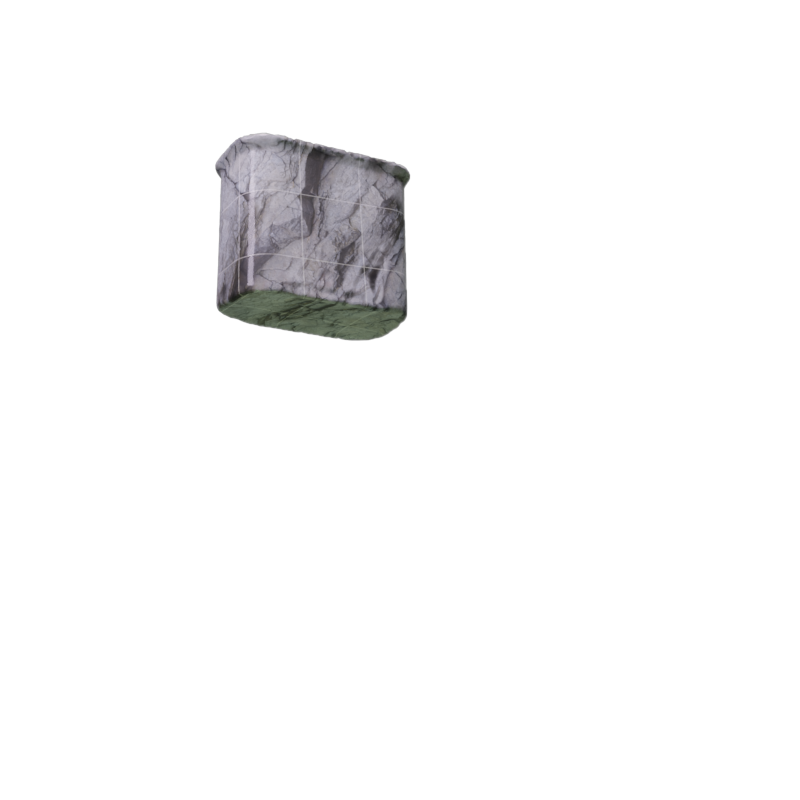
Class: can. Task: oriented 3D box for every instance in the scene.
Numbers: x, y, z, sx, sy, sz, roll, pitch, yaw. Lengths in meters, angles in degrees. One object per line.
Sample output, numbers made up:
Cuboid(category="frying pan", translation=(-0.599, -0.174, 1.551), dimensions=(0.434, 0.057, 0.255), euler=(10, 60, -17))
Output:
Cuboid(category="can", translation=(-0.045, -0.082, 0.575), dimensions=(0.098, 0.088, 0.057), euler=(9, -22, -26))
